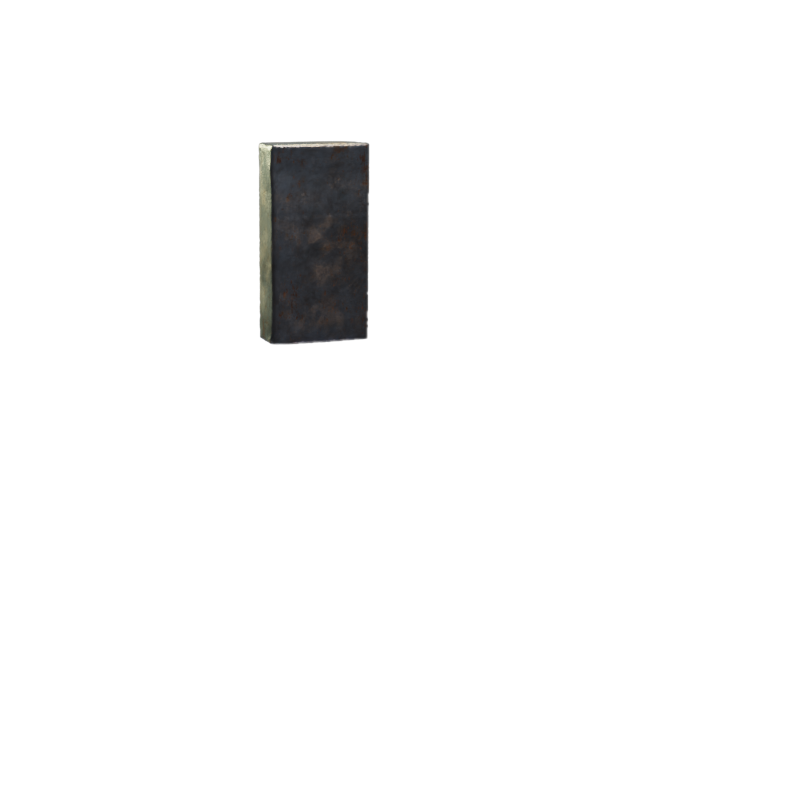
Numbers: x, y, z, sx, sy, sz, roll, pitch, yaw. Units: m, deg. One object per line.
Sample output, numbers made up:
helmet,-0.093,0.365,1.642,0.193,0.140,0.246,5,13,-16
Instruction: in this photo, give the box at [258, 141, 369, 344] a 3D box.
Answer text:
box,-0.077,-0.140,0.980,0.091,0.173,0.050,-3,8,-22
